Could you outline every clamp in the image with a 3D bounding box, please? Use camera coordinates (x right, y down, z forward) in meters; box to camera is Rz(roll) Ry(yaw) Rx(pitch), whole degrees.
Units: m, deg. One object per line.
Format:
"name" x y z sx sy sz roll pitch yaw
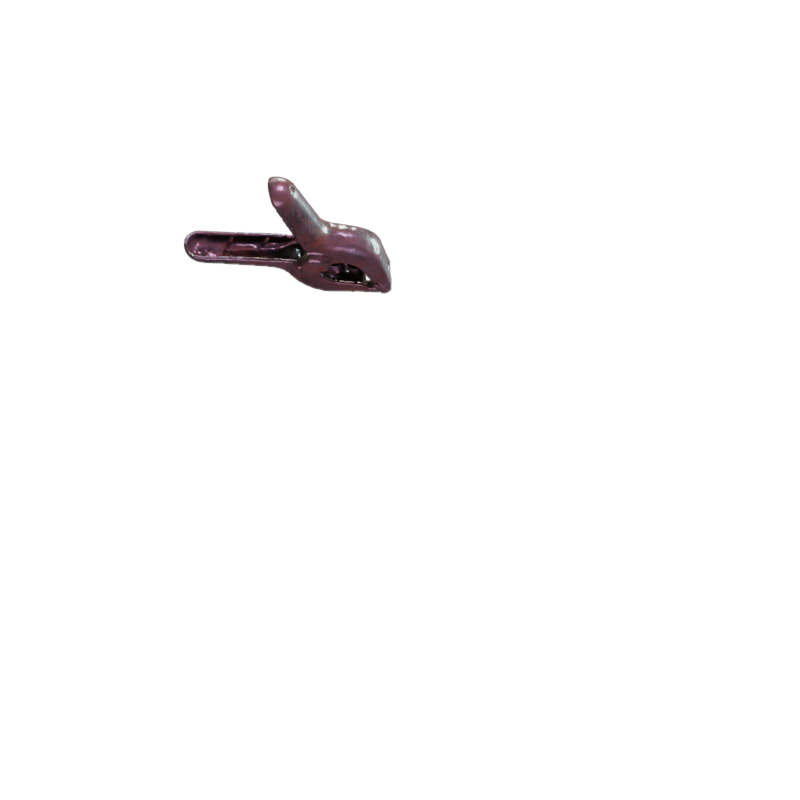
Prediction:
"clamp" -0.067 -0.122 0.855 0.164 0.041 0.120 10 -19 -31
